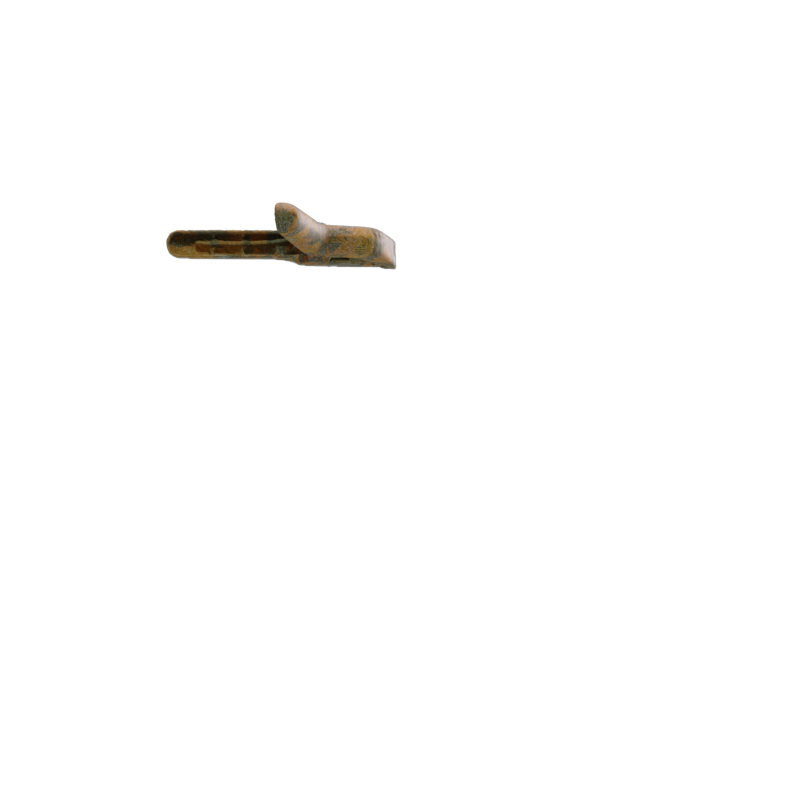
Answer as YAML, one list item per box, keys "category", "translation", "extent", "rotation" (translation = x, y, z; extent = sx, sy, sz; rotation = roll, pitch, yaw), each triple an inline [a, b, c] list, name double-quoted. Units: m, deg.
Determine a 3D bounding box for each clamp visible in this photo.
- category: "clamp"
  translation: [-0.076, -0.138, 0.966]
  extent: [0.201, 0.037, 0.169]
  rotation: [1, -2, -36]
